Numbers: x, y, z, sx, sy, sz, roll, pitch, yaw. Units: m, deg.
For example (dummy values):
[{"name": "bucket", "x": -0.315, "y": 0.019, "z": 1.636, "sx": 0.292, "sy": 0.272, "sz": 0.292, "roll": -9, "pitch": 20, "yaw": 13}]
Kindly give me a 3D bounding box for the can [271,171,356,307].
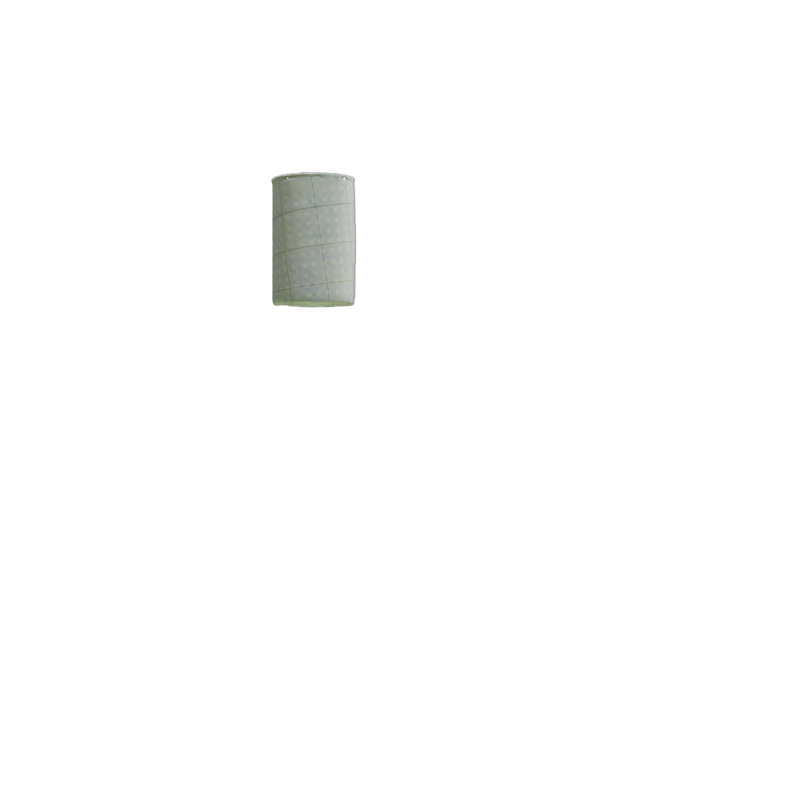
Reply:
[{"name": "can", "x": -0.070, "y": -0.127, "z": 0.889, "sx": 0.068, "sy": 0.104, "sz": 0.068, "roll": 0, "pitch": -4, "yaw": -2}]
